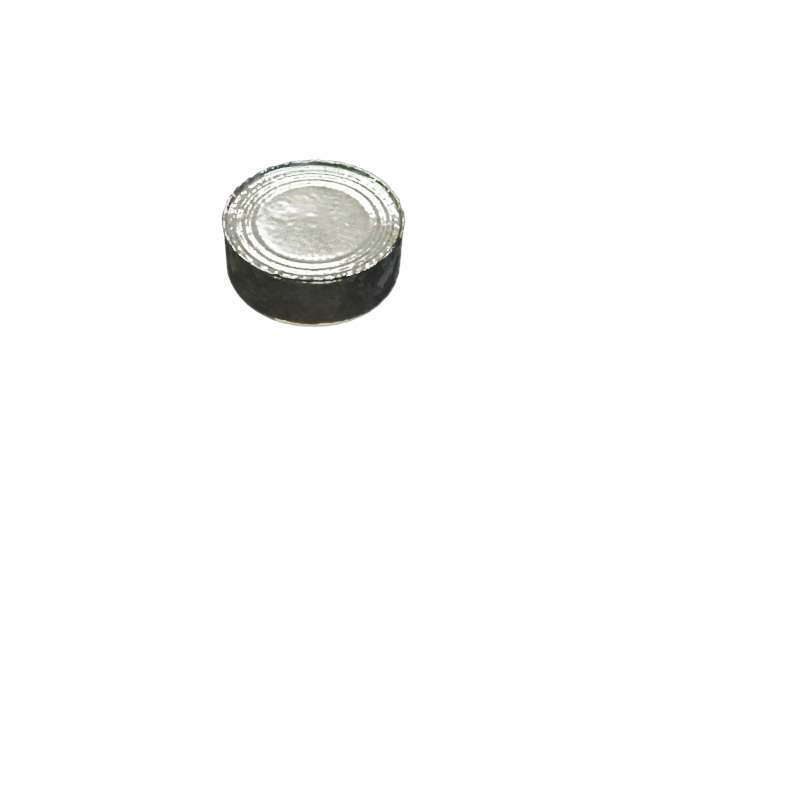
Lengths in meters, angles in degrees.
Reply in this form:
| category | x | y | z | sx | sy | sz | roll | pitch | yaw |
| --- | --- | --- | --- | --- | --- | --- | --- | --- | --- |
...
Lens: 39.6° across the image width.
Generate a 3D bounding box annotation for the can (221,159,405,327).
| category | x | y | z | sx | sy | sz | roll | pitch | yaw |
| --- | --- | --- | --- | --- | --- | --- | --- | --- | --- |
| can | -0.042 | -0.076 | 0.530 | 0.086 | 0.092 | 0.031 | -1 | -43 | -1 |
